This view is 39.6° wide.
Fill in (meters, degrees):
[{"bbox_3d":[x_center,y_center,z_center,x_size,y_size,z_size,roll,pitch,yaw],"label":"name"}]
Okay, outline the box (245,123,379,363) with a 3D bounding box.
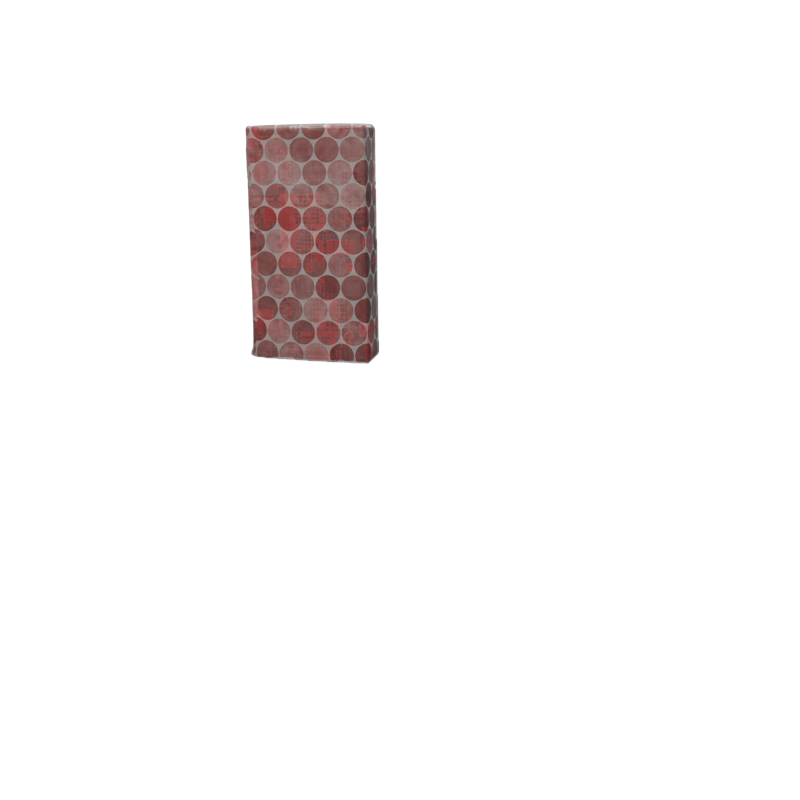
[{"bbox_3d":[-0.065,-0.119,0.832,0.095,0.174,0.048,2,5,15],"label":"box"}]
